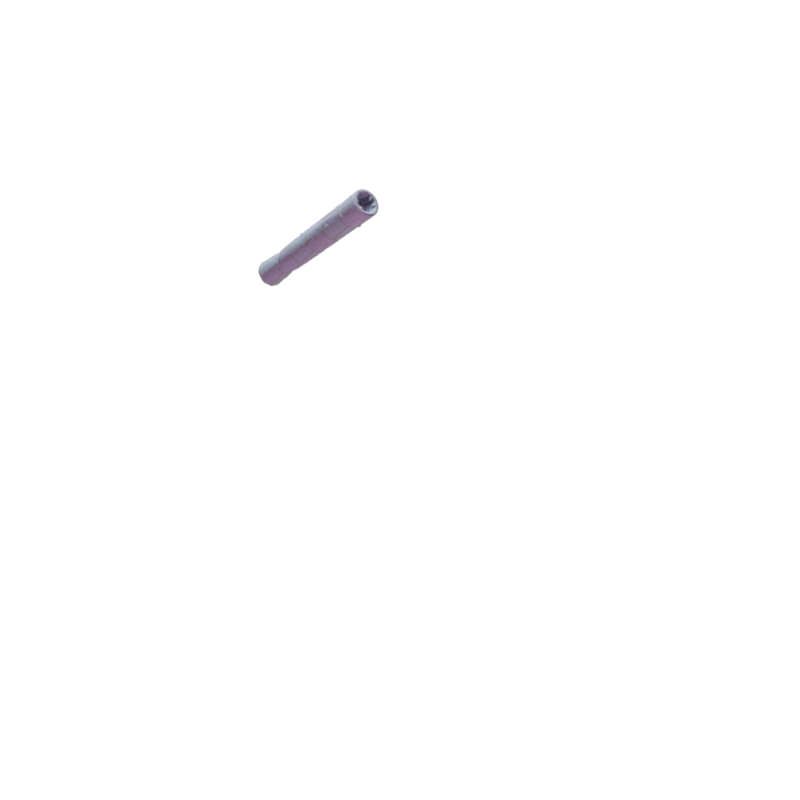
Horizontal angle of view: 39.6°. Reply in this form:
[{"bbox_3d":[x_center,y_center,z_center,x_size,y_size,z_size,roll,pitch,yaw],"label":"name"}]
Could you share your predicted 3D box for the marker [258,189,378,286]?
[{"bbox_3d":[-0.057,-0.103,0.723,0.019,0.021,0.120,-3,-16,-39],"label":"marker"}]
